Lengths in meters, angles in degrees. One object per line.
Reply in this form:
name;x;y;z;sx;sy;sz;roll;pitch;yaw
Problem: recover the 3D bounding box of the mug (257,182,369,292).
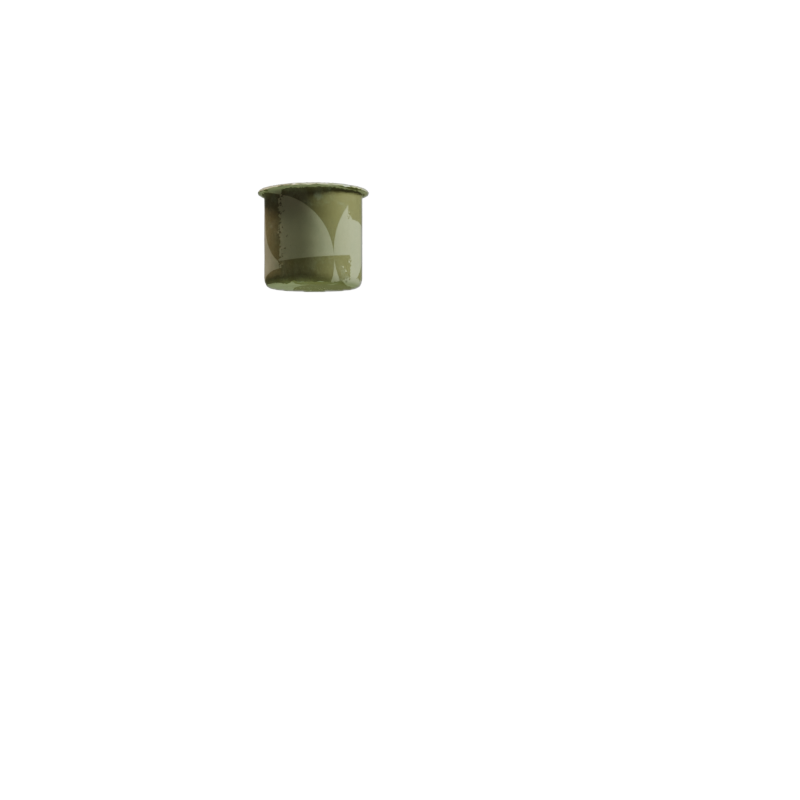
mug;-0.073;-0.134;0.937;0.093;0.083;0.116;0;-2;-3
